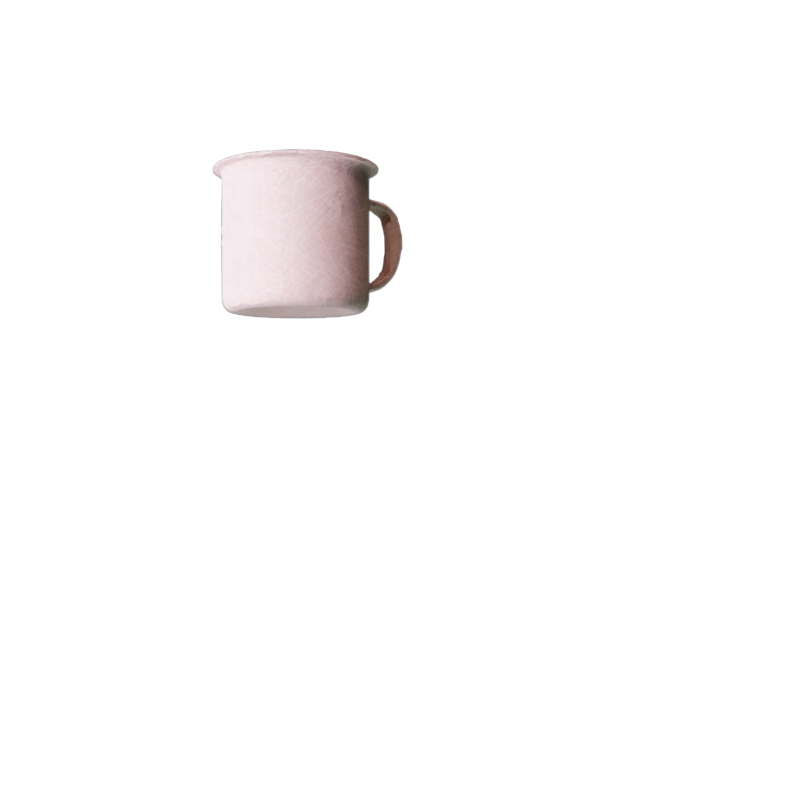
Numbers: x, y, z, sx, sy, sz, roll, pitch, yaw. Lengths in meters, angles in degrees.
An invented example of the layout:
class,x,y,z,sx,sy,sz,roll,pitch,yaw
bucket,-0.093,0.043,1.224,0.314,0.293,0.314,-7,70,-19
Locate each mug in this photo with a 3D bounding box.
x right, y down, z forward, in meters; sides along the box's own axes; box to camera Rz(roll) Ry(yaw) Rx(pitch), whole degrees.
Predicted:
class,x,y,z,sx,sy,sz,roll,pitch,yaw
mug,-0.049,-0.089,0.621,0.112,0.083,0.096,3,-5,-37
